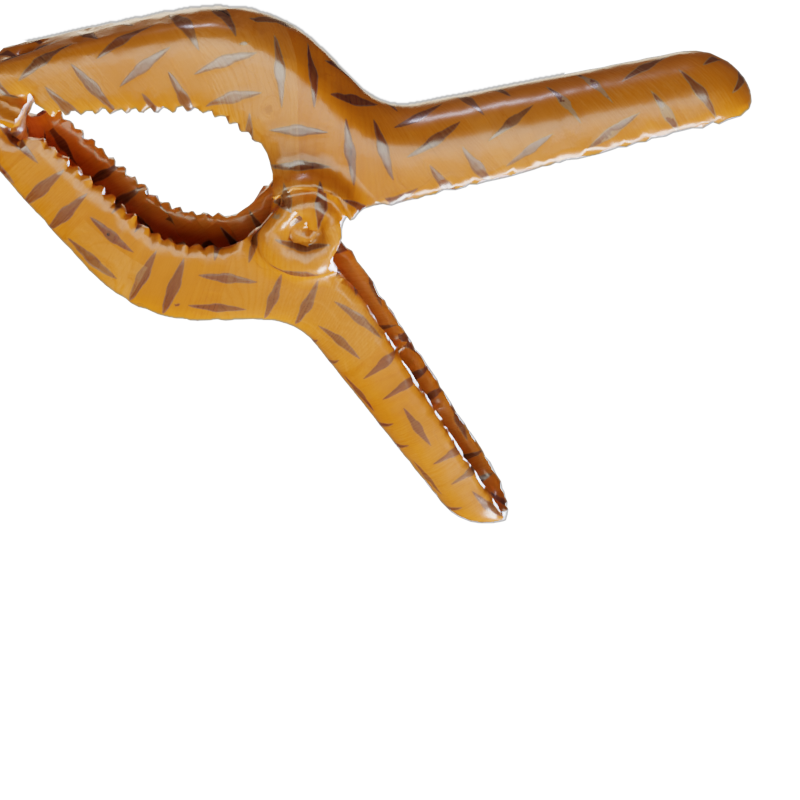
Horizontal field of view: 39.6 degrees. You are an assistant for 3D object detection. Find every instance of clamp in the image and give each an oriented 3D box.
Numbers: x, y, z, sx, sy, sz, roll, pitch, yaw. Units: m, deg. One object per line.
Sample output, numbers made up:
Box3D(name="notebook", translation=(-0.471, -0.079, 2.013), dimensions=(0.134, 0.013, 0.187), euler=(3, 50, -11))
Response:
Box3D(name="clamp", translation=(-0.026, -0.047, 0.326), dimensions=(0.207, 0.158, 0.038), euler=(14, 25, -7))
